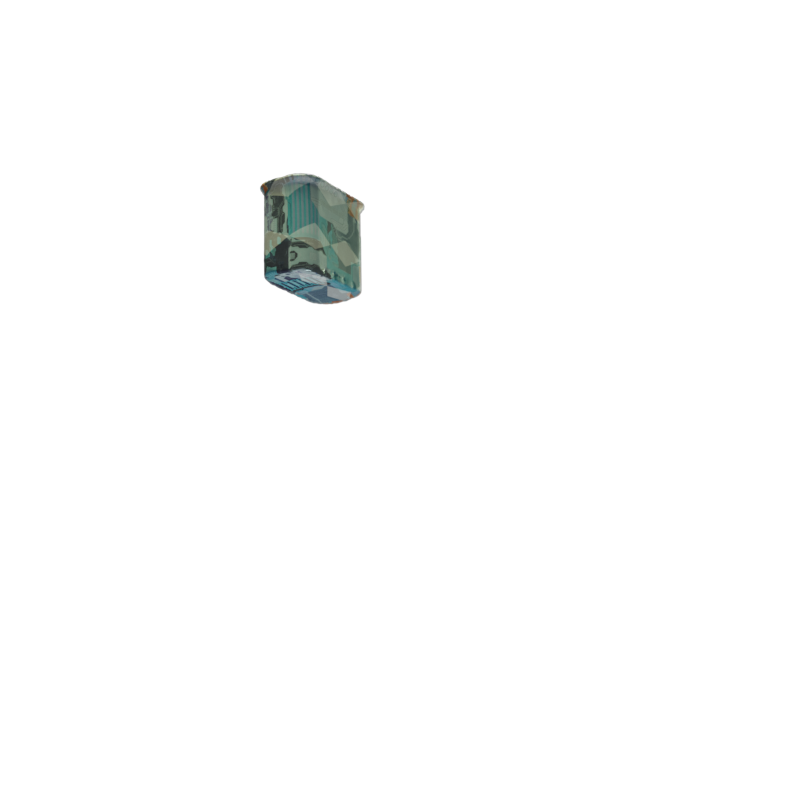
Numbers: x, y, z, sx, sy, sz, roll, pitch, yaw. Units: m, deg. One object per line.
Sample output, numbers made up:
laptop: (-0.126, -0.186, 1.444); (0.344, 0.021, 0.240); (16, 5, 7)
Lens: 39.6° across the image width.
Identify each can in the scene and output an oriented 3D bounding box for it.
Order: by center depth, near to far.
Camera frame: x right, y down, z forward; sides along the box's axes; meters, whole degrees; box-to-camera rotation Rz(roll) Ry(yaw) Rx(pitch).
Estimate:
can: (-0.074, -0.135, 0.942); (0.059, 0.088, 0.096); (-12, -19, 30)
